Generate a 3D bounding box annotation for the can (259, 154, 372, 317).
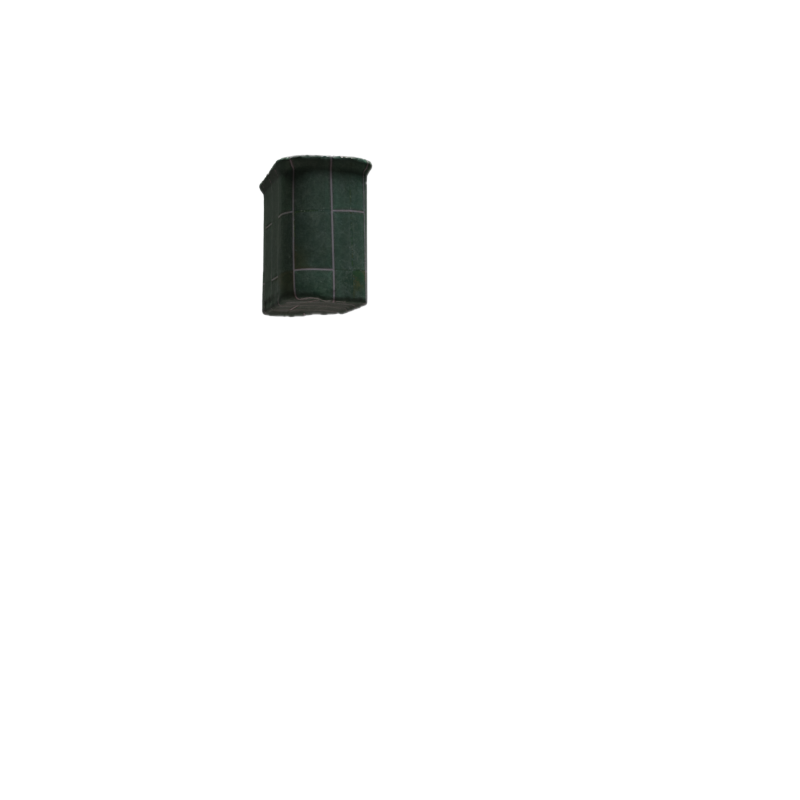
[{"bbox_3d":[-0.053,-0.096,0.673,0.056,0.085,0.102,1,-5,-15],"label":"can"}]
